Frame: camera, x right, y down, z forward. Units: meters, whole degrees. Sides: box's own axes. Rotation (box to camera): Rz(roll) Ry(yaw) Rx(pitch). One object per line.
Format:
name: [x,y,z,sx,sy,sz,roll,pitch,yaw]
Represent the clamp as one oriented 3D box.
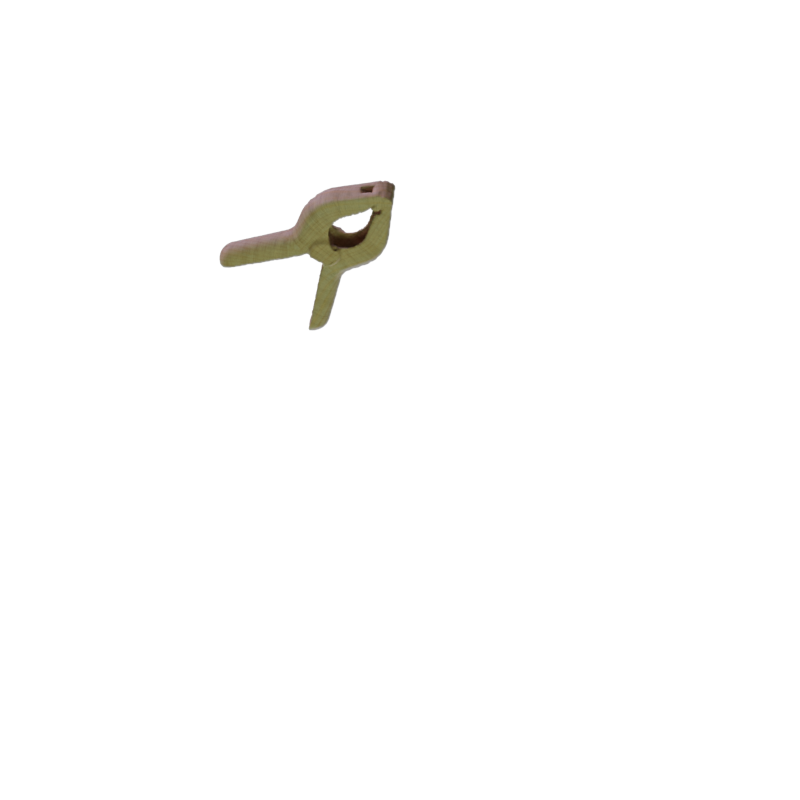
clamp: [-0.076,-0.139,0.973,0.115,0.042,0.167,27,-53,-23]
